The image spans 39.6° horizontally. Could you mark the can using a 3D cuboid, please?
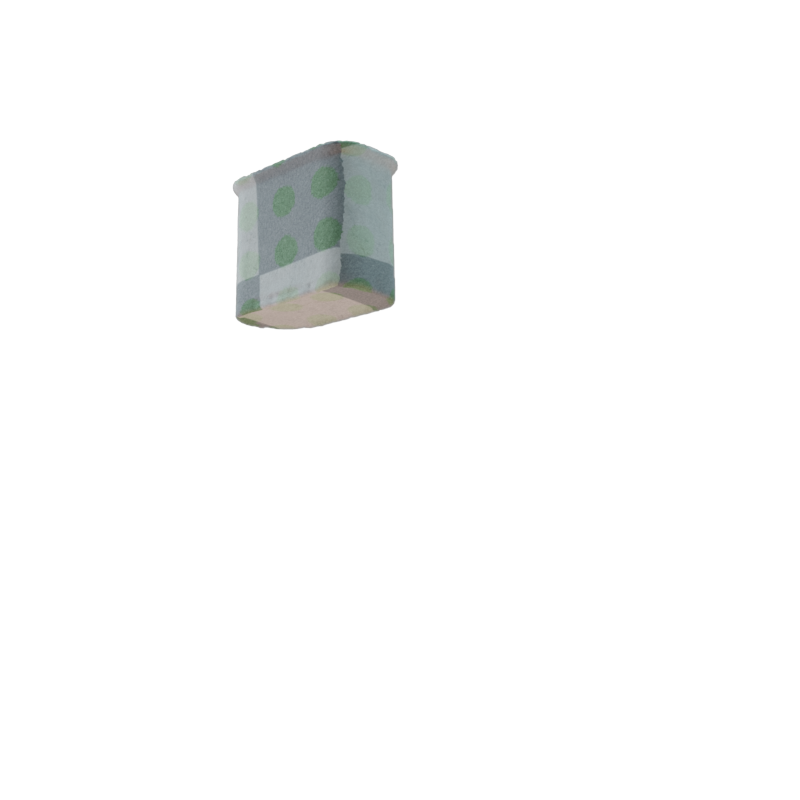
[{"bbox_3d":[-0.050,-0.091,0.634,0.104,0.087,0.054,-14,-22,40],"label":"can"}]
